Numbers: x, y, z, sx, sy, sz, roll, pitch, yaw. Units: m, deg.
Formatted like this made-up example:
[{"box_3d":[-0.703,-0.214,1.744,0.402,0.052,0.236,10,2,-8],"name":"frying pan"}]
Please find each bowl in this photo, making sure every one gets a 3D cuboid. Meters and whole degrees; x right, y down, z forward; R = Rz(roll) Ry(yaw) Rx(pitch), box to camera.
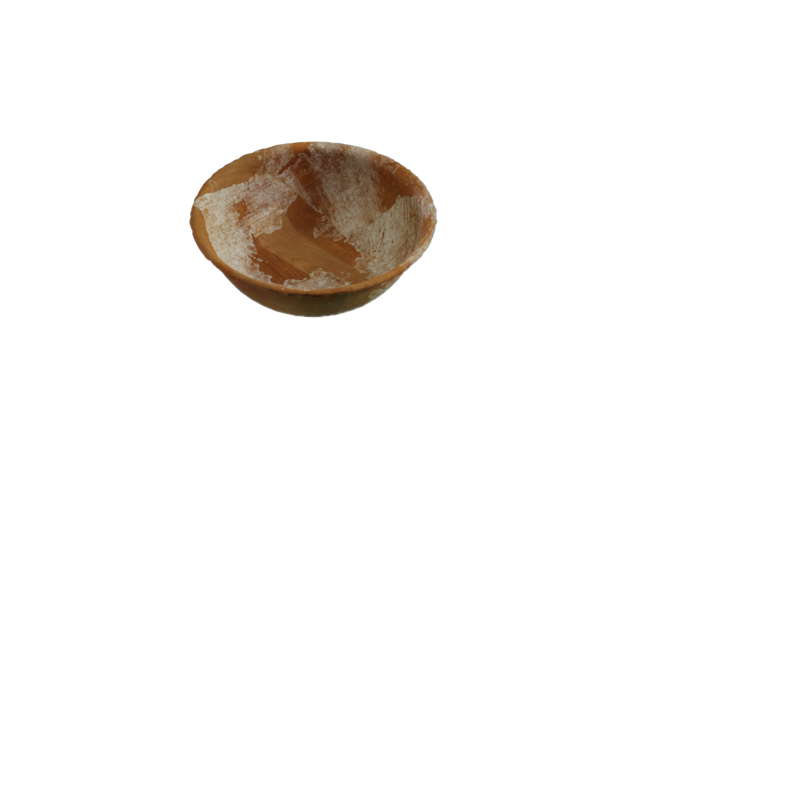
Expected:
[{"box_3d":[-0.058,-0.106,0.743,0.162,0.051,0.174,-1,44,-1],"name":"bowl"}]
